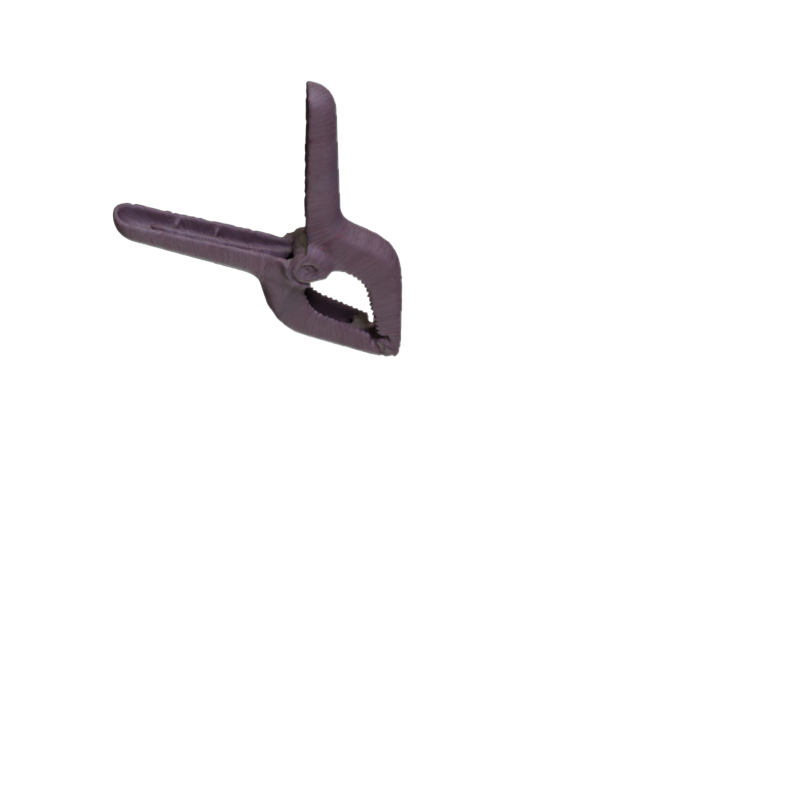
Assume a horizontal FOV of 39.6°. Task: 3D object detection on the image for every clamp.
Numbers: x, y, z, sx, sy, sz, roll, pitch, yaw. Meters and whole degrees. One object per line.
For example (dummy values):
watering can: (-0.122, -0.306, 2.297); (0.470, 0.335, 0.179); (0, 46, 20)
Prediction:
clamp: (-0.056, -0.102, 0.716); (0.163, 0.039, 0.197); (-34, -56, 27)
